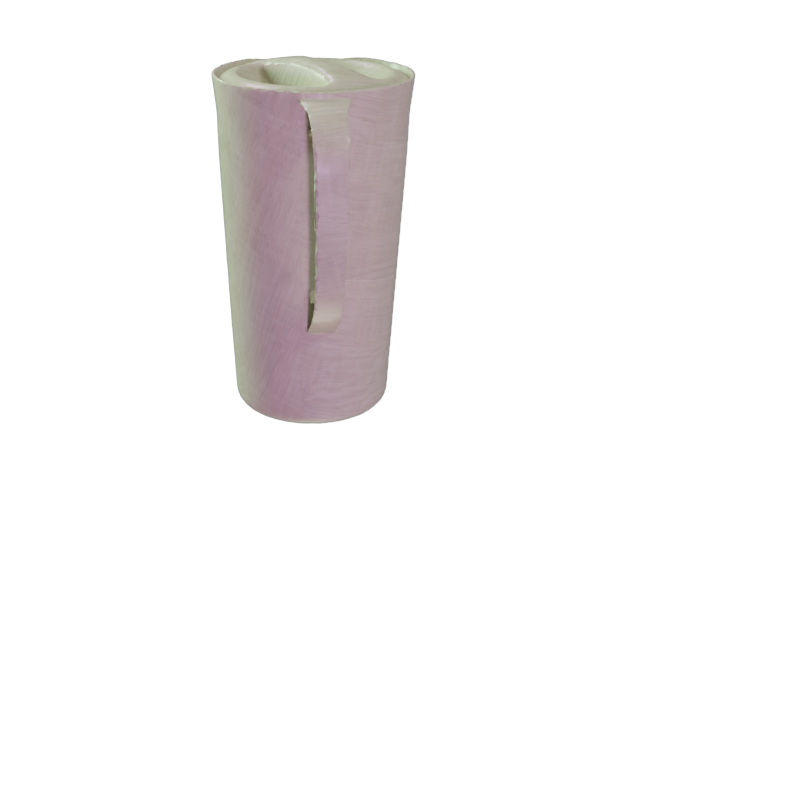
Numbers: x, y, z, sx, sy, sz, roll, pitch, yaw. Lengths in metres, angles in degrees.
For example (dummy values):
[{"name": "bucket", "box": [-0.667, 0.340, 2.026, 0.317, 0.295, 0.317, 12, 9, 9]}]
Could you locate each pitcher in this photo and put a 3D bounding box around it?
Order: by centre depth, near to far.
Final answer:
[{"name": "pitcher", "box": [-0.059, -0.108, 0.753, 0.152, 0.232, 0.148, 15, 25, 32]}]
